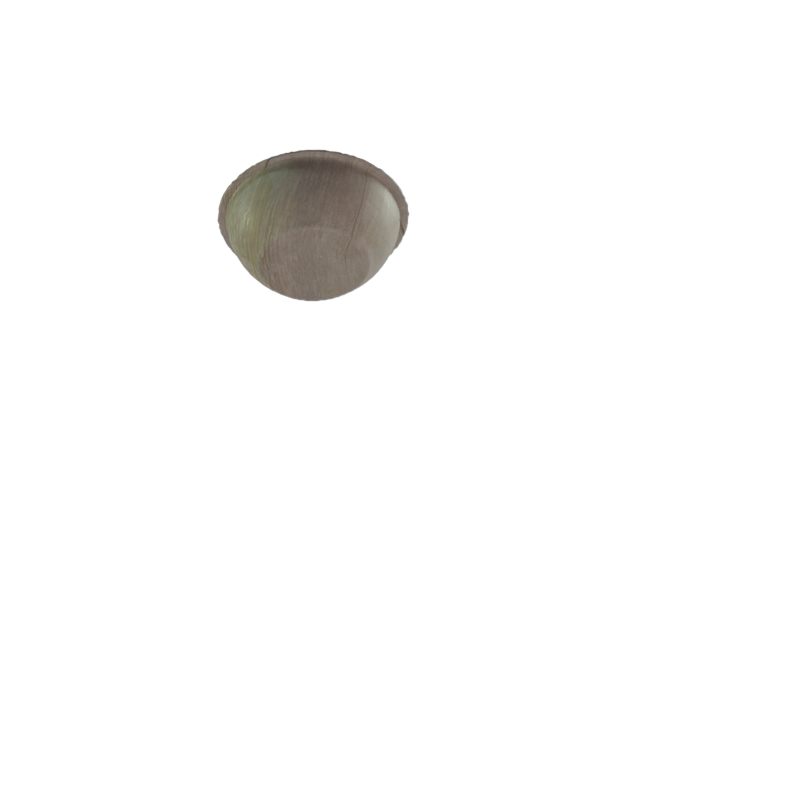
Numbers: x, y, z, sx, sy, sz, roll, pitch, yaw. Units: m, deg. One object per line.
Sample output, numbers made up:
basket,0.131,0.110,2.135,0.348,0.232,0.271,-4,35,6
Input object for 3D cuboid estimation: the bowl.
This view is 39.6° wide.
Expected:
bowl,-0.072,-0.132,0.923,0.162,0.059,0.151,1,-38,-1
